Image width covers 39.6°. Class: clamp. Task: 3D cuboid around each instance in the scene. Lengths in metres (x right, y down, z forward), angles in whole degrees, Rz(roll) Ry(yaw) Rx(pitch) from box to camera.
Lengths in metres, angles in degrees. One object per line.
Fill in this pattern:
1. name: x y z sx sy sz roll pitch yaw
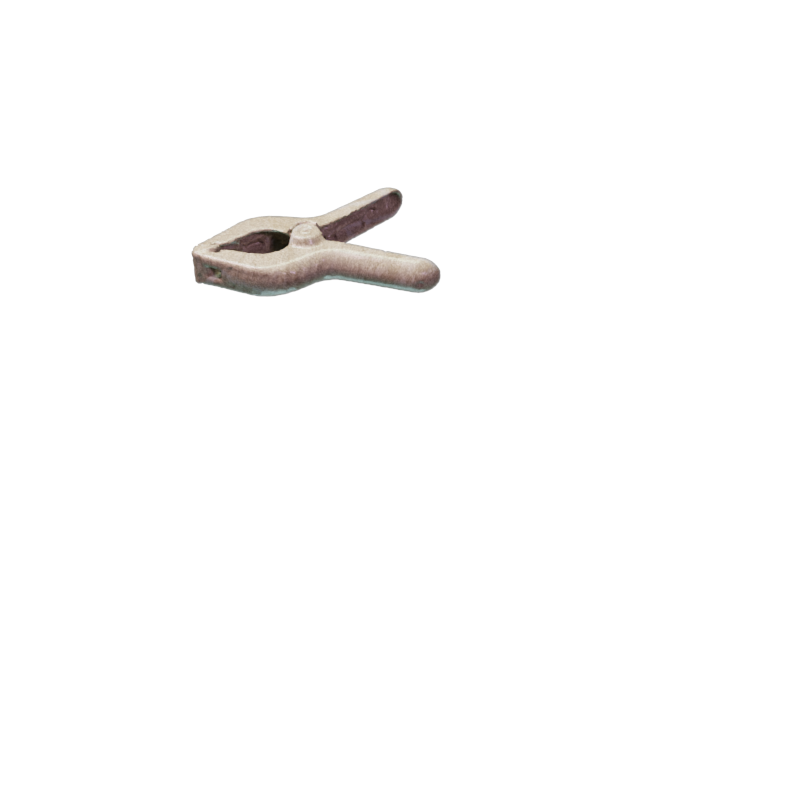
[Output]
1. clamp: -0.063 -0.114 0.802 0.171 0.037 0.128 -1 33 -2
